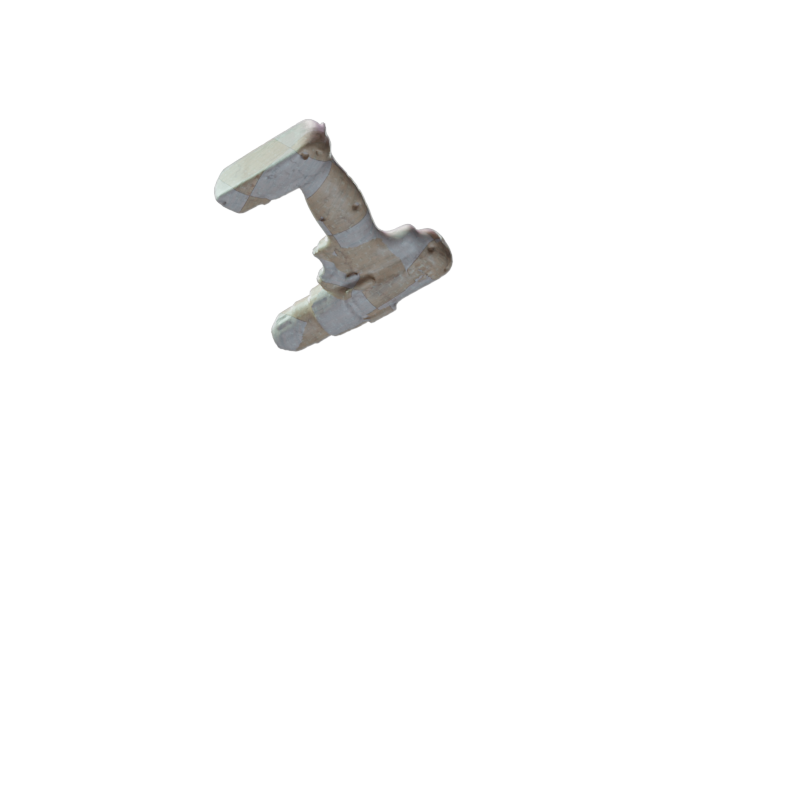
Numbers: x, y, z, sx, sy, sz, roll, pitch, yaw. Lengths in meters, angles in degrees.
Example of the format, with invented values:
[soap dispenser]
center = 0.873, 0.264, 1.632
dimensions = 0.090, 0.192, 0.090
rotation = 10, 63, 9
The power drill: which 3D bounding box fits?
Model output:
[power drill]
center = -0.075, -0.137, 0.958
dimensions = 0.184, 0.176, 0.061
rotation = -29, 32, 20
